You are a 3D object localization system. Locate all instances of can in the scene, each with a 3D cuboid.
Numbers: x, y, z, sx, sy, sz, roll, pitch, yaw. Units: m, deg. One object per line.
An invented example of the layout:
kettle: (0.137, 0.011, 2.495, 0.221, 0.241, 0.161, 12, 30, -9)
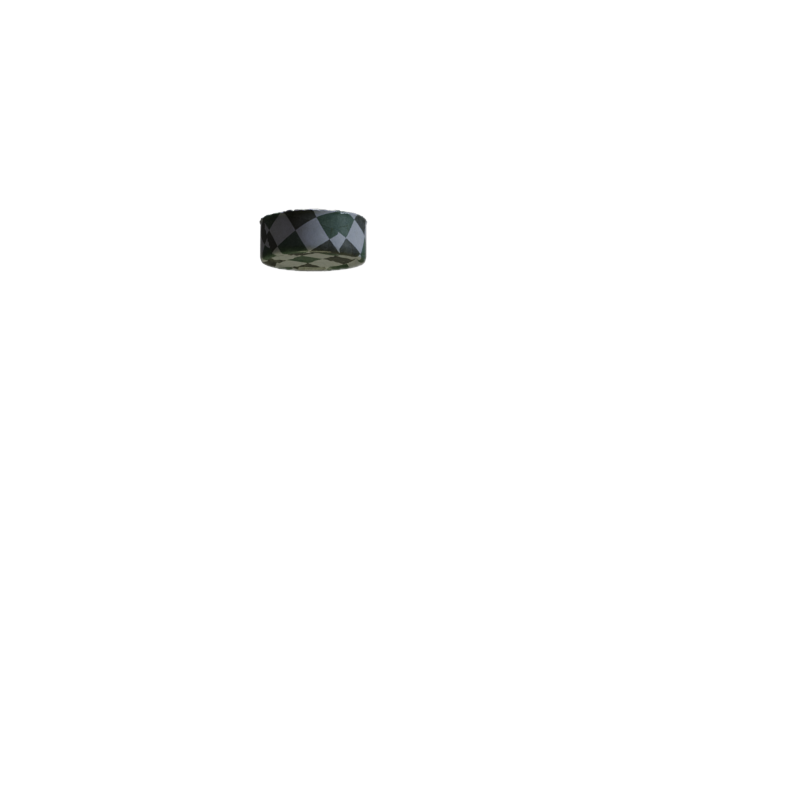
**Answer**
can: (-0.069, -0.125, 0.877, 0.086, 0.034, 0.084, 0, -5, -2)
